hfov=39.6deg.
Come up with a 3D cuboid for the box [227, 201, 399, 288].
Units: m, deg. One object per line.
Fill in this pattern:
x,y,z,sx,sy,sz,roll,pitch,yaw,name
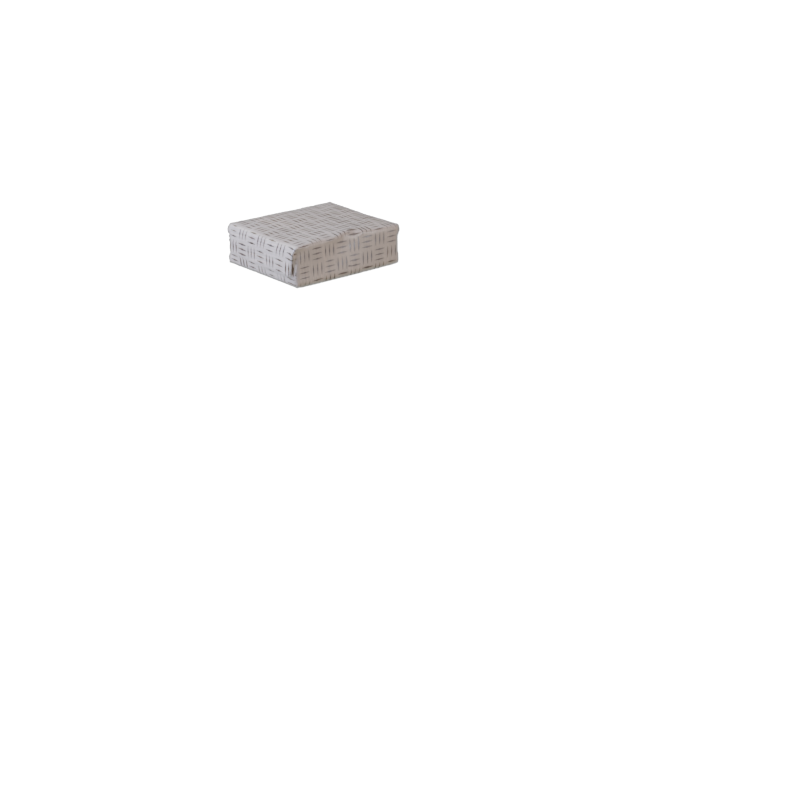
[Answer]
-0.057,-0.104,0.727,0.088,0.029,0.078,-18,29,-36,box
